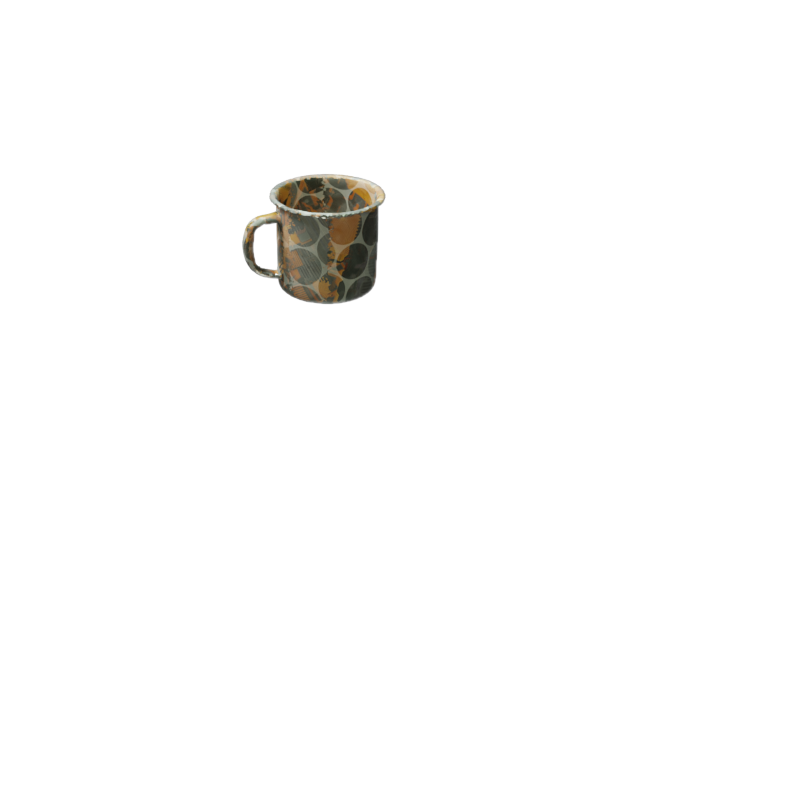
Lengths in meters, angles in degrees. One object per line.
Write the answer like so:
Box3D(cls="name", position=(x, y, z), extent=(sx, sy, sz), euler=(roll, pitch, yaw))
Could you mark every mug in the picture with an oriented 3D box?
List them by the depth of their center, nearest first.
Box3D(cls="mug", position=(-0.070, -0.128, 0.898), extent=(0.115, 0.077, 0.100), euler=(-10, 30, -20))
